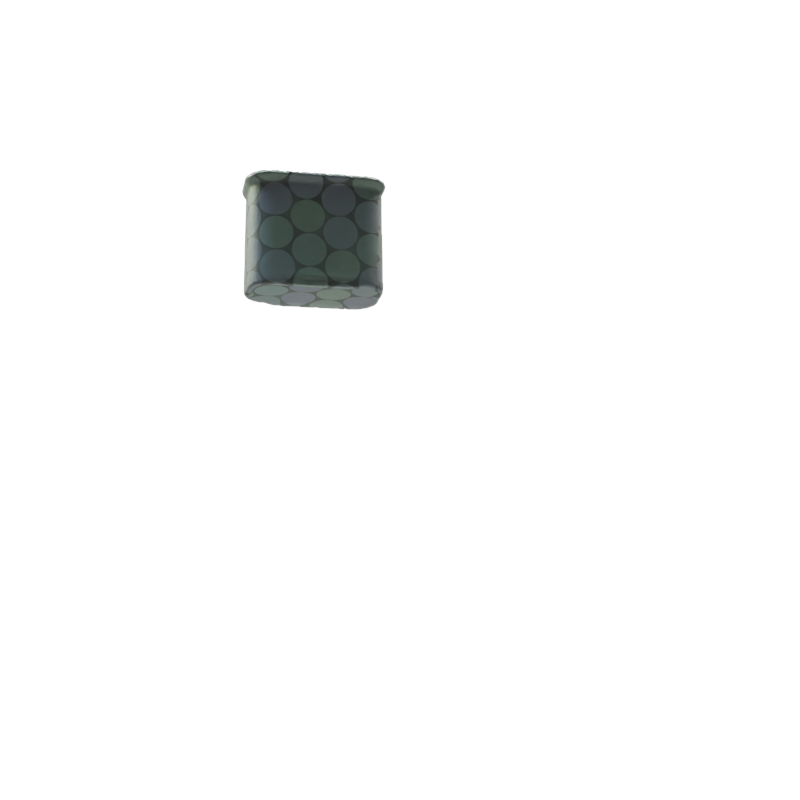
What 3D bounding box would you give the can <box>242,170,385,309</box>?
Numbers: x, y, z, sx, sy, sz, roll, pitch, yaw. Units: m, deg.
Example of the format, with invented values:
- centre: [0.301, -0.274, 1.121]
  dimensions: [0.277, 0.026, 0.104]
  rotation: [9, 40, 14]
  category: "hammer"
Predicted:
- centre: [-0.062, -0.113, 0.793]
  dimensions: [0.100, 0.088, 0.056]
  rotation: [2, -18, -10]
  category: "can"
